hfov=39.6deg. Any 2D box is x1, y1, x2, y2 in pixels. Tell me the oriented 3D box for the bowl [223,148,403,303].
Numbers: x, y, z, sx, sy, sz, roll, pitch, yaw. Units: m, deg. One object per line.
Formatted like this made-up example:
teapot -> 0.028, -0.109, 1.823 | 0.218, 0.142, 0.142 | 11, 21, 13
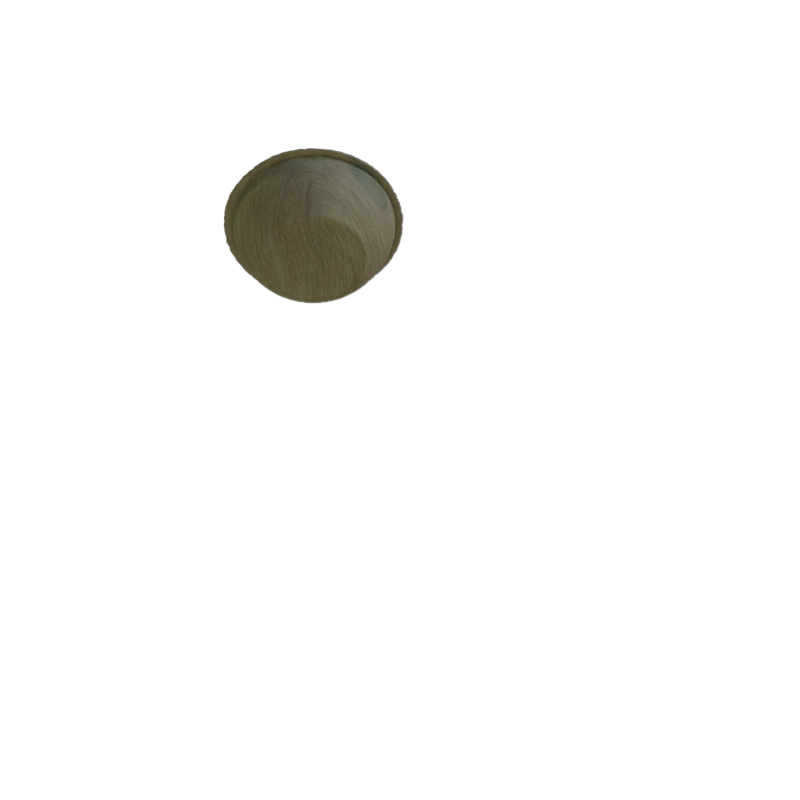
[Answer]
bowl -> -0.077, -0.140, 0.978 | 0.162, 0.151, 0.059 | 1, 38, -1
